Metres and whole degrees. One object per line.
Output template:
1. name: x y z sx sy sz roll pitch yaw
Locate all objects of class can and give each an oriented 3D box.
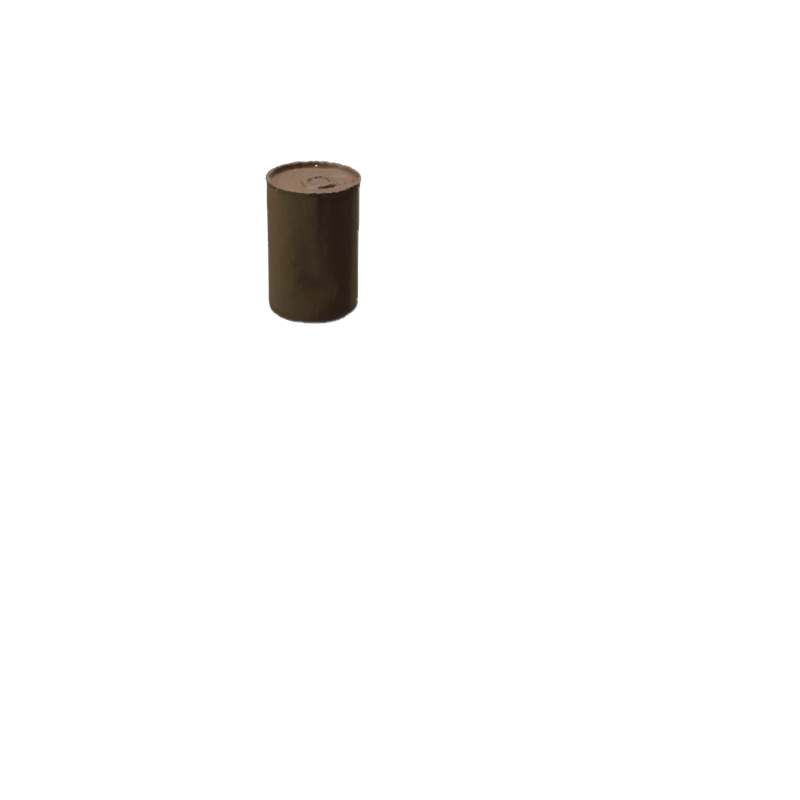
1. can: -0.063 -0.115 0.806 0.068 0.097 0.072 0 26 -2
